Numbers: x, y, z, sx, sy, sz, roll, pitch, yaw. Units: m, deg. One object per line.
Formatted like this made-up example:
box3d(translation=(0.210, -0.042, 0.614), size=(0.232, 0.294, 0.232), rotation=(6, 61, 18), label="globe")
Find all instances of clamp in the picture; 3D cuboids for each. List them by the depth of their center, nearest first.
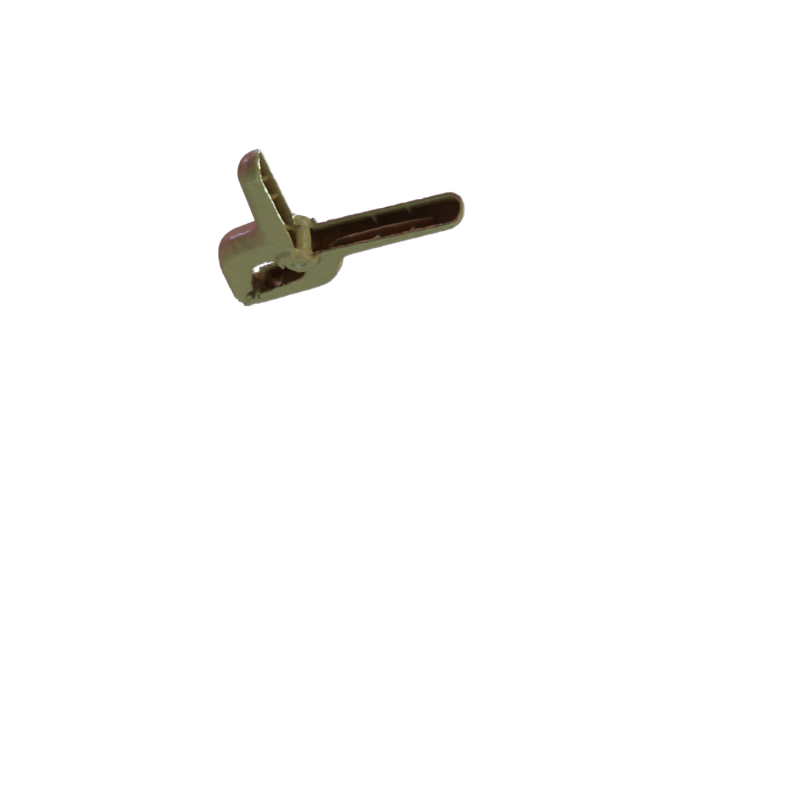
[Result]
box3d(translation=(-0.063, -0.115, 0.803), size=(0.160, 0.038, 0.206), rotation=(7, -19, -21), label="clamp")
